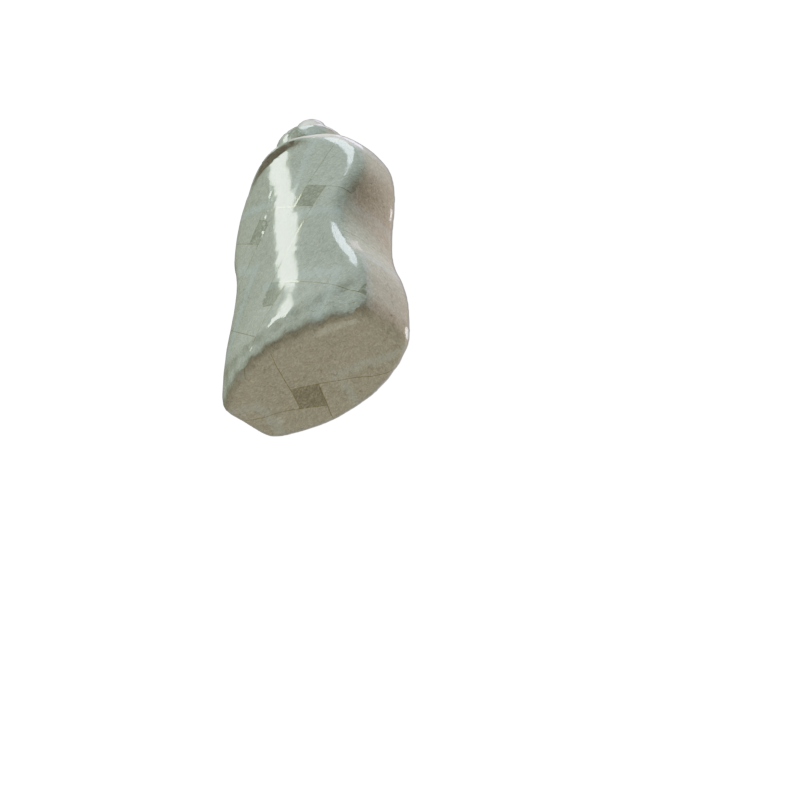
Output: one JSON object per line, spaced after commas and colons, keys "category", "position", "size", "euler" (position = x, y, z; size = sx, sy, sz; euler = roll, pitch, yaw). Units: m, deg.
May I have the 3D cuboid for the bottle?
{"category": "bottle", "position": [-0.045, -0.081, 0.566], "size": [0.055, 0.206, 0.095], "euler": [33, -55, -32]}
